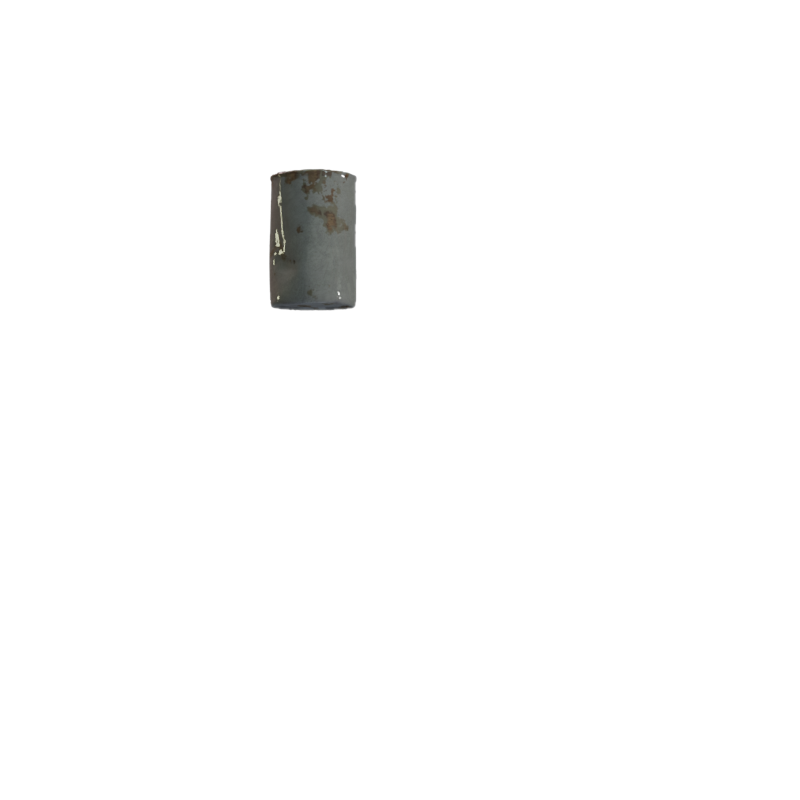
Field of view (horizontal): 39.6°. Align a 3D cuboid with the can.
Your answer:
[{"bbox_3d":[-0.067,-0.123,0.860,0.068,0.104,0.068,0,-6,-2],"label":"can"}]
